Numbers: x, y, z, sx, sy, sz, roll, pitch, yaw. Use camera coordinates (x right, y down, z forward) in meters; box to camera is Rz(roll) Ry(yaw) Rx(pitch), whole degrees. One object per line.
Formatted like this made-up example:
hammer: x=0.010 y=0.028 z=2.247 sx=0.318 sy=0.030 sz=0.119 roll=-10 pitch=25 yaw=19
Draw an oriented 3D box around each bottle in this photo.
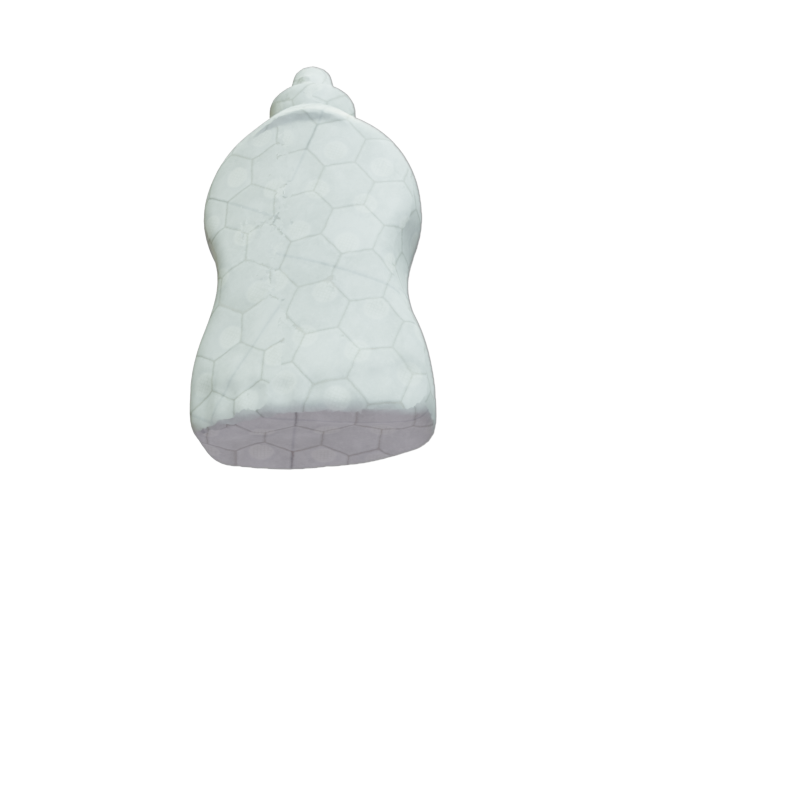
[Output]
bottle: x=-0.038 y=-0.070 z=0.485 sx=0.097 sy=0.205 sz=0.054 roll=-8 pitch=-32 yaw=9
